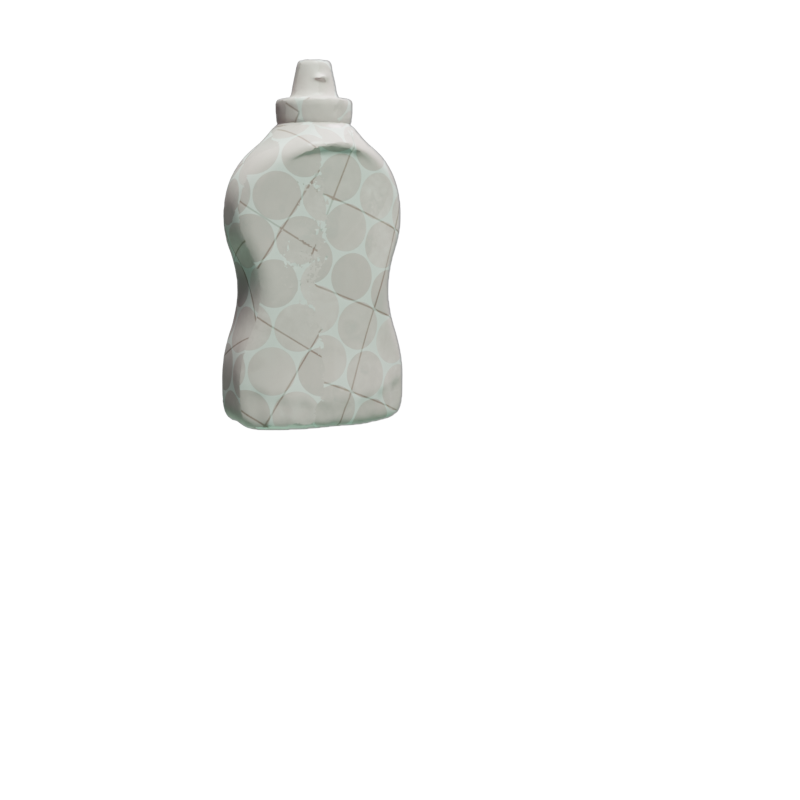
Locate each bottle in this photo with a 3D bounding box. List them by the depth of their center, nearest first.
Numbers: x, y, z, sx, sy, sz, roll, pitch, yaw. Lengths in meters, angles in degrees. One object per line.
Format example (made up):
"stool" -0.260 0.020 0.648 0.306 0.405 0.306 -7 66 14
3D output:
"bottle" -0.046 -0.084 0.591 0.093 0.190 0.060 -1 3 -24
